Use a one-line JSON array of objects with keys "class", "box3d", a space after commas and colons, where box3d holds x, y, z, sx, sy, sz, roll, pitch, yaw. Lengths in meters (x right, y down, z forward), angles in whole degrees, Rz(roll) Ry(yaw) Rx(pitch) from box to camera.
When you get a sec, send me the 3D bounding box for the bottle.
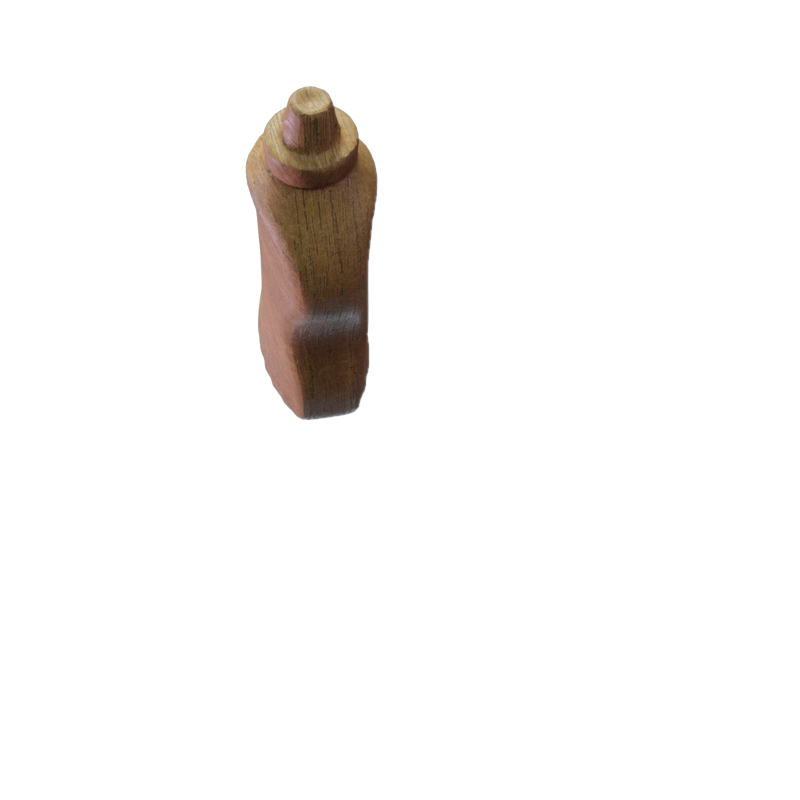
[{"class": "bottle", "box3d": [-0.042, -0.076, 0.530, 0.058, 0.103, 0.179, -7, -32, -8]}]
